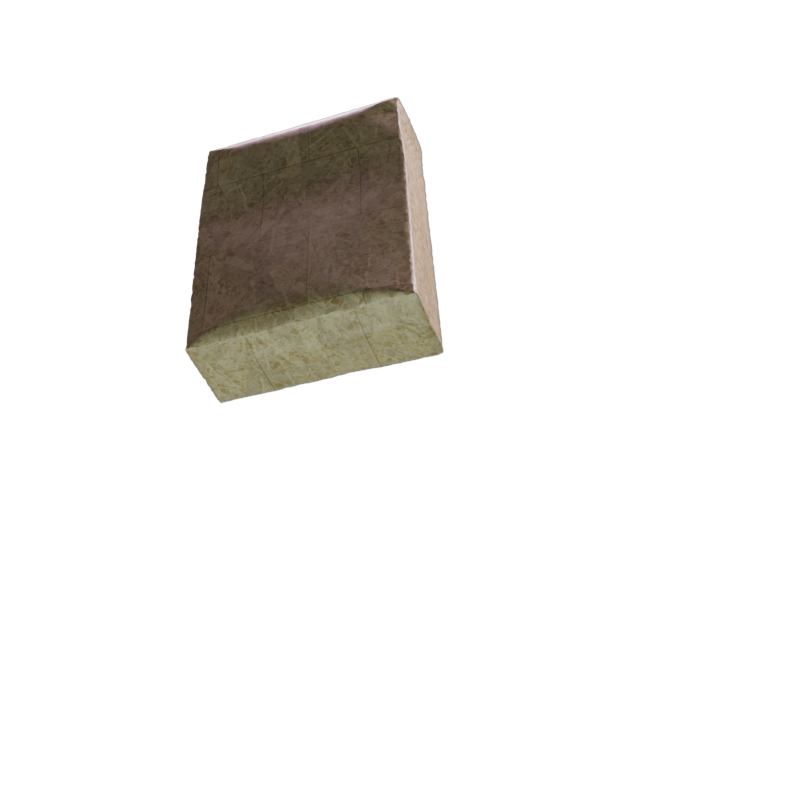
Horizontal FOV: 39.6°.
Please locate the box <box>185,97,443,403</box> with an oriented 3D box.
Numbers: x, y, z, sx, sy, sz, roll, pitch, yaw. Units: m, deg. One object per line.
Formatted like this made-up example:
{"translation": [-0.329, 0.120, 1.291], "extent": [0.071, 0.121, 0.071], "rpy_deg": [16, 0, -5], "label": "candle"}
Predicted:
{"translation": [-0.063, -0.116, 0.809], "extent": [0.165, 0.230, 0.066], "rpy_deg": [-14, -43, 12], "label": "box"}
